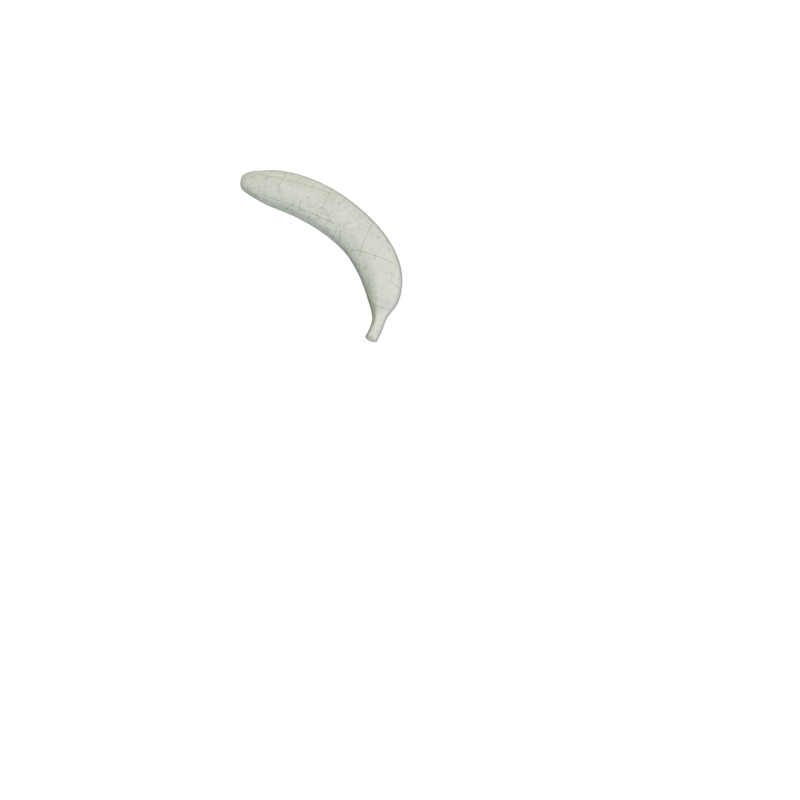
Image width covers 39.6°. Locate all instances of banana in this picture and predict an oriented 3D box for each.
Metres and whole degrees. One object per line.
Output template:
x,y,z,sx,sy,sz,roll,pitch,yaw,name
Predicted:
-0.058,-0.143,0.956,0.070,0.210,0.034,-32,-24,-17,banana
